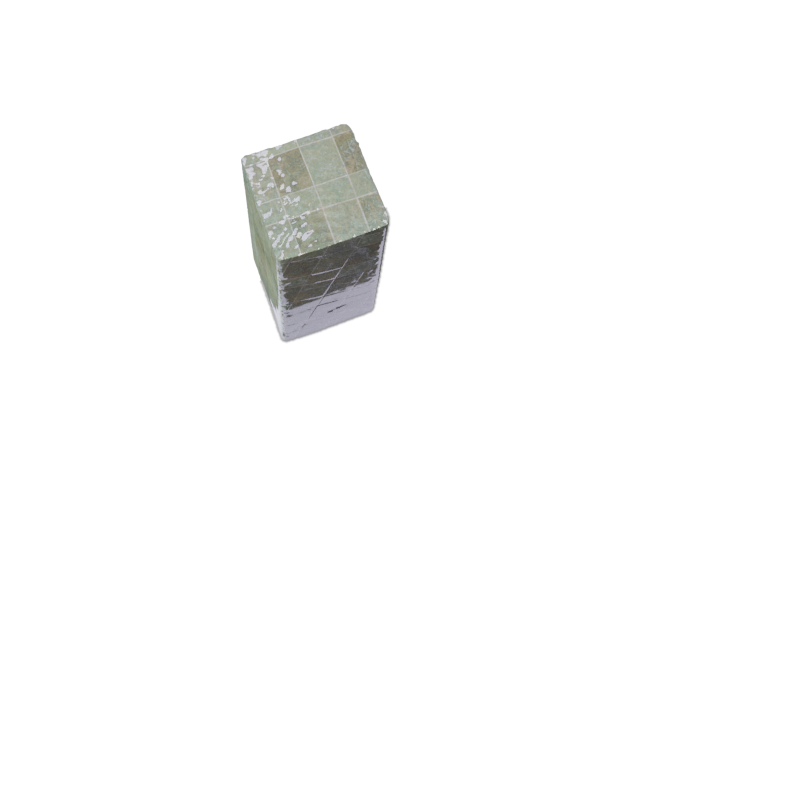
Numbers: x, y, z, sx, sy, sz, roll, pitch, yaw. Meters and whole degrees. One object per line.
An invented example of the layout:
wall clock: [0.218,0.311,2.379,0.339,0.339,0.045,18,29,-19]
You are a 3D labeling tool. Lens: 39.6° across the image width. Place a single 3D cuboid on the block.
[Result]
block: [-0.071,-0.130,0.911,0.090,0.095,0.198,-19,-14,-9]
